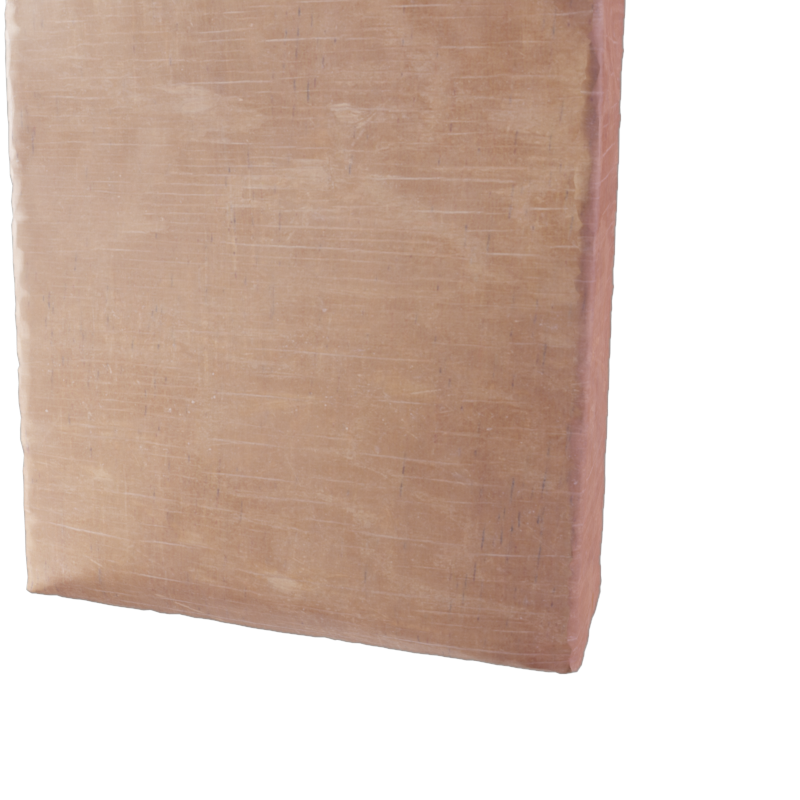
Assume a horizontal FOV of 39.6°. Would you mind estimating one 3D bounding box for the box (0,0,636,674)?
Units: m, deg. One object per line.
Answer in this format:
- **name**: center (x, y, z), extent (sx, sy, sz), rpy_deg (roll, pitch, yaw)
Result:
- **box**: center (-0.025, -0.045, 0.314), extent (0.168, 0.209, 0.072), rpy_deg (4, 11, 17)
